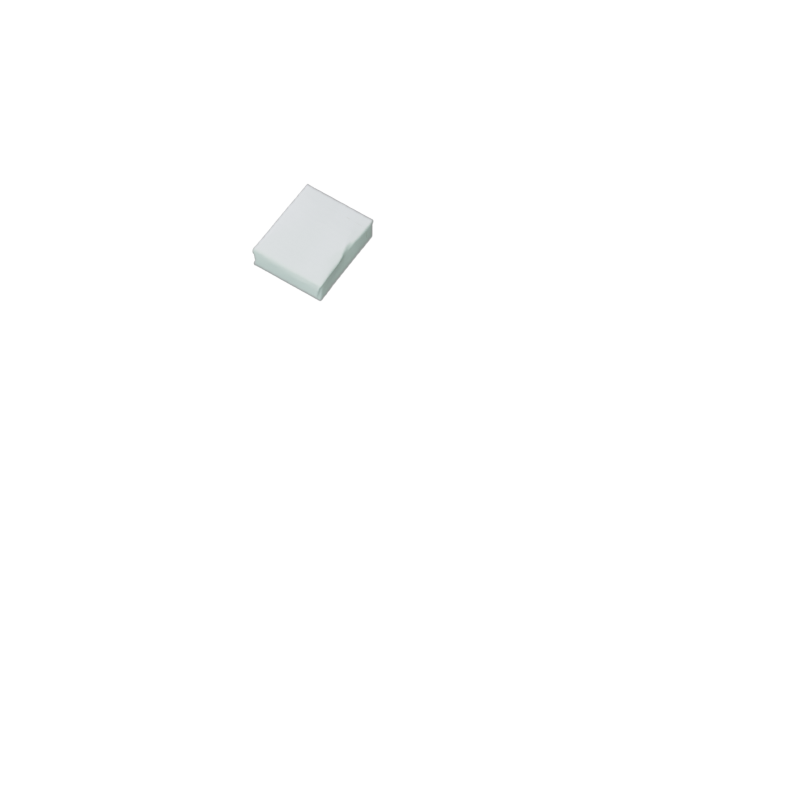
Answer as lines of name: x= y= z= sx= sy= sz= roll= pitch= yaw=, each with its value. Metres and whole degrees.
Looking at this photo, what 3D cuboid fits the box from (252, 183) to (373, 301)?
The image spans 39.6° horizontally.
box: x=-0.078 y=-0.141 z=0.991 sx=0.076 sy=0.092 sz=0.028 roll=29 pitch=-28 yaw=16
